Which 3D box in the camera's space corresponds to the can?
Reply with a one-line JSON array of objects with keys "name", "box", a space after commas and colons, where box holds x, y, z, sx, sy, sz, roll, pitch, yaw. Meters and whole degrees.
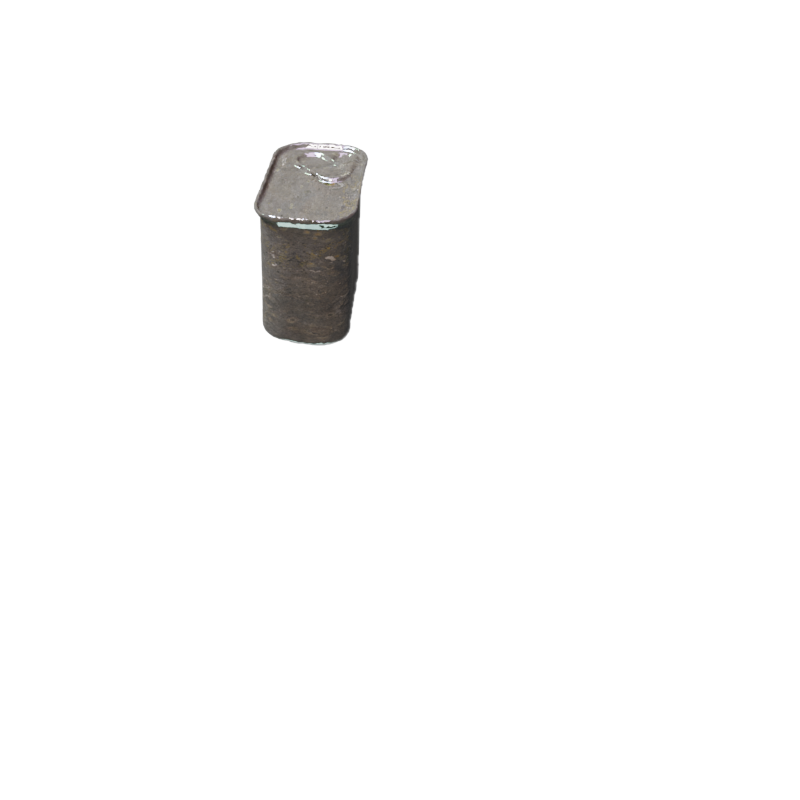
[{"name": "can", "box": [-0.051, -0.094, 0.657, 0.058, 0.079, 0.108, 4, 34, 3]}]
